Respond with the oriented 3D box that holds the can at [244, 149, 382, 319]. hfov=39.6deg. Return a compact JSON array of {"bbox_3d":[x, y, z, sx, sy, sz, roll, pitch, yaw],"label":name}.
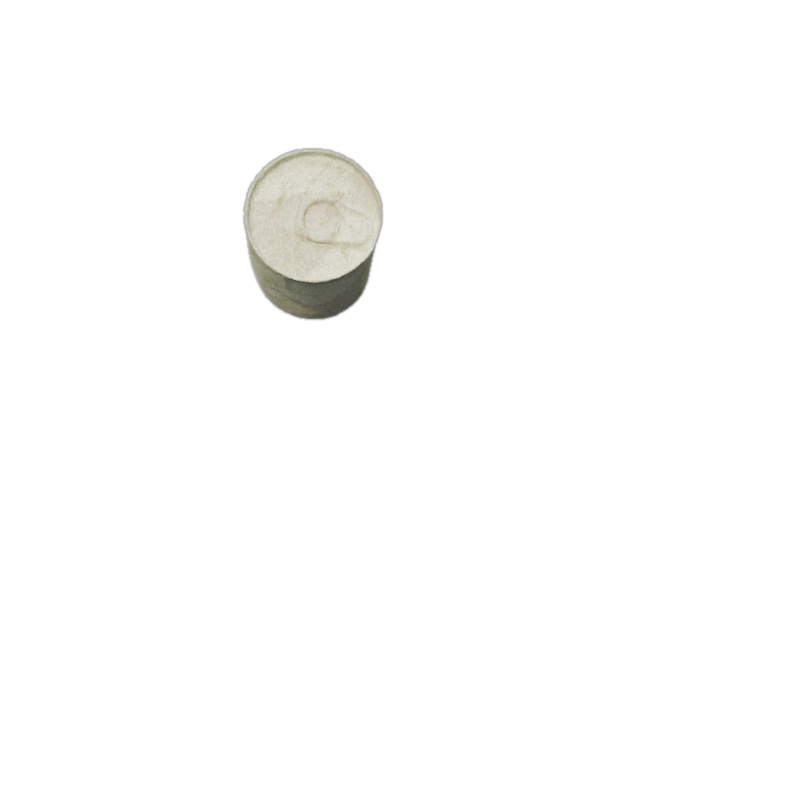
[{"bbox_3d":[-0.046,-0.084,0.590,0.068,0.071,0.099,0,-10,-3],"label":"can"}]
